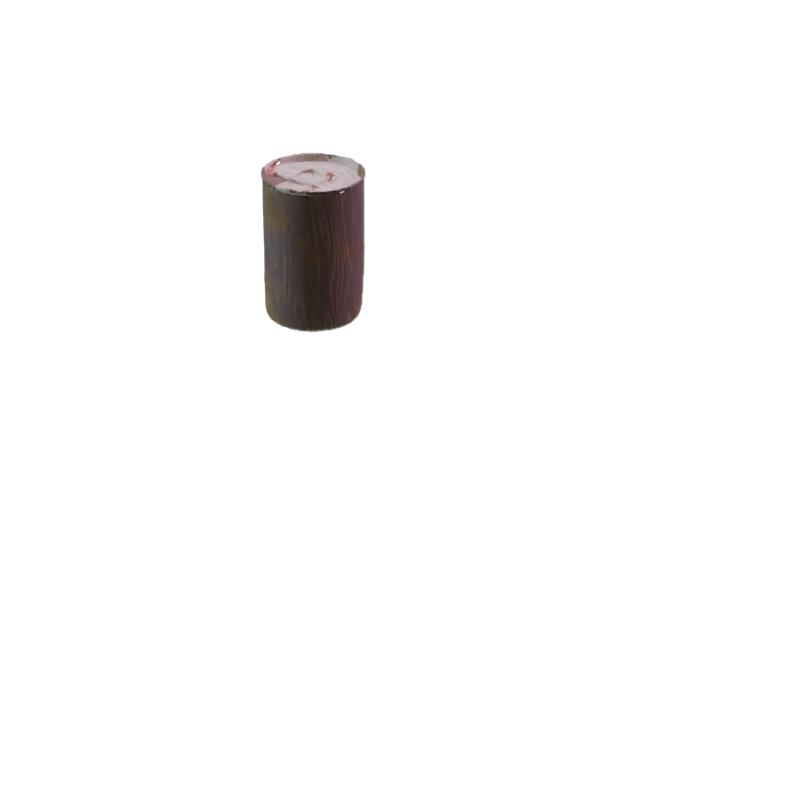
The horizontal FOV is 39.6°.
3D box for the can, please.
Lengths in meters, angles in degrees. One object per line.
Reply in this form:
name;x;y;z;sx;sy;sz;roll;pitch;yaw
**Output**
can;-0.058;-0.105;0.738;0.068;0.096;0.073;0;29;-2
